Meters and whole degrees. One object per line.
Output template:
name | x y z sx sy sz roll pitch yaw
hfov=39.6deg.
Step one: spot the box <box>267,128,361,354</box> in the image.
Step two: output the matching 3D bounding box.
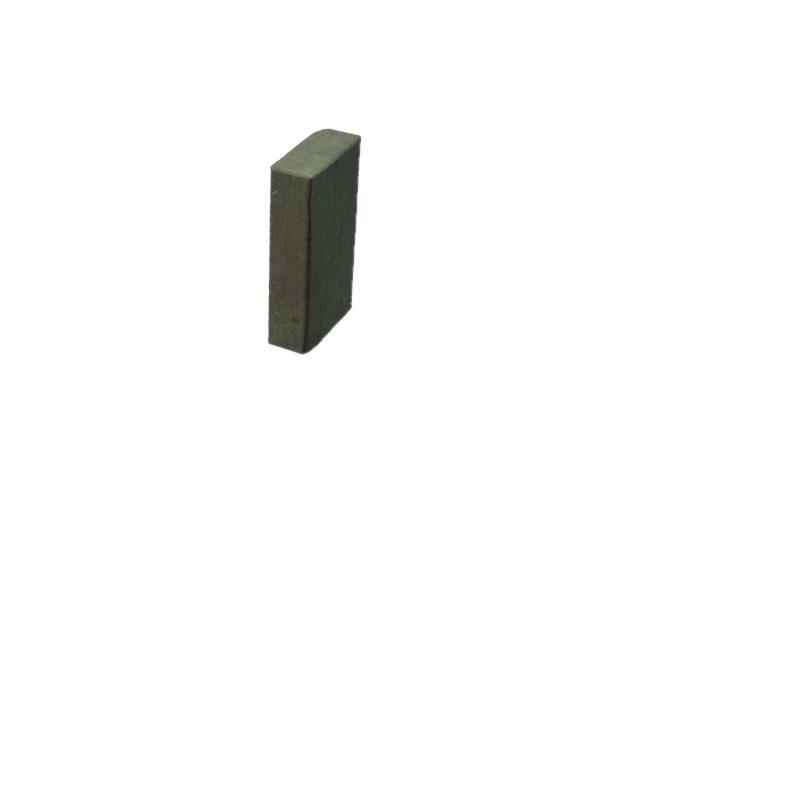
box | -0.075 -0.136 0.952 0.050 0.166 0.095 15 34 20
